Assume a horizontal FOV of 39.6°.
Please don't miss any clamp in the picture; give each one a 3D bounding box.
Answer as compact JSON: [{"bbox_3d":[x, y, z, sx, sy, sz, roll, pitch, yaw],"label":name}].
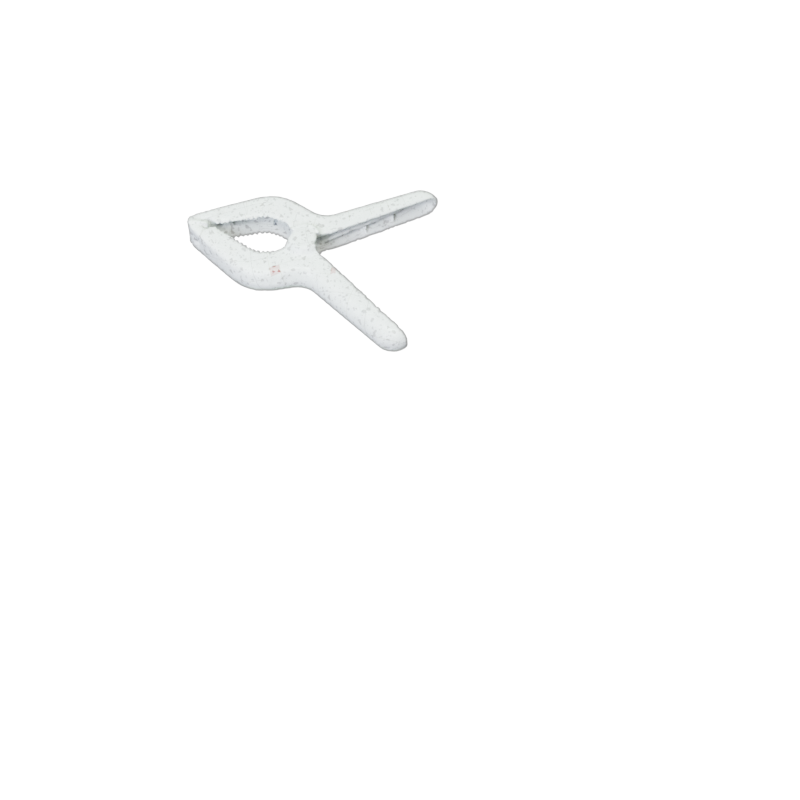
[{"bbox_3d":[-0.073,-0.134,0.936,0.215,0.172,0.034,15,-36,11],"label":"clamp"}]
